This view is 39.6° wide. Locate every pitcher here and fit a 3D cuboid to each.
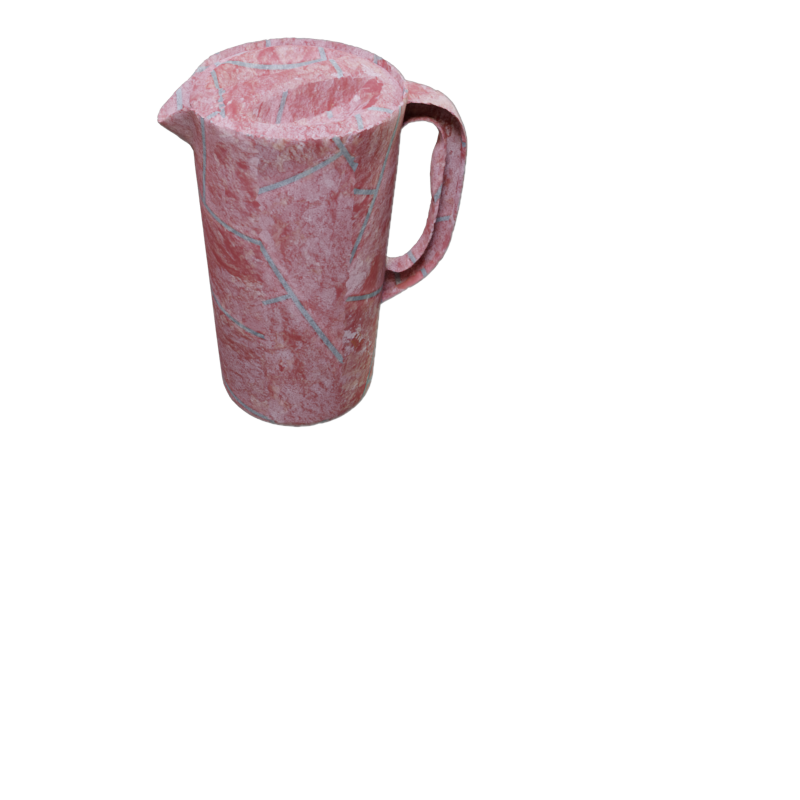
[{"bbox_3d":[-0.057,-0.103,0.725,0.158,0.227,0.147,27,45,27],"label":"pitcher"}]
